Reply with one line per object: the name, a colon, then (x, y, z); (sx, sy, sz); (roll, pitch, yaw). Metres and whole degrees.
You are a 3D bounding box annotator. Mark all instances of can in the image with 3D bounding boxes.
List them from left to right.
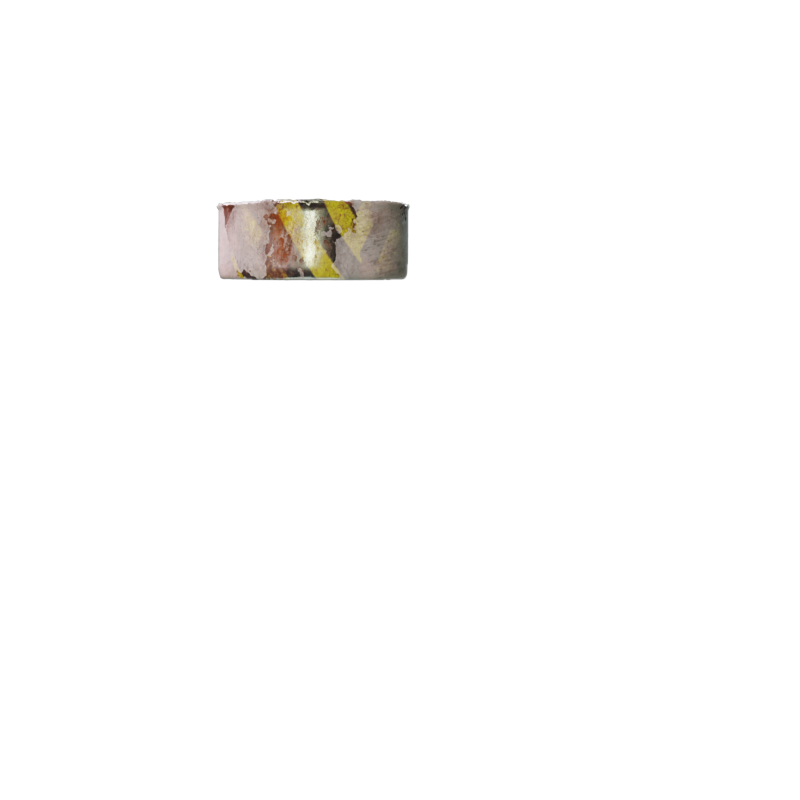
can: (-0.039, -0.070, 0.493); (0.086, 0.033, 0.087); (0, 6, -2)
